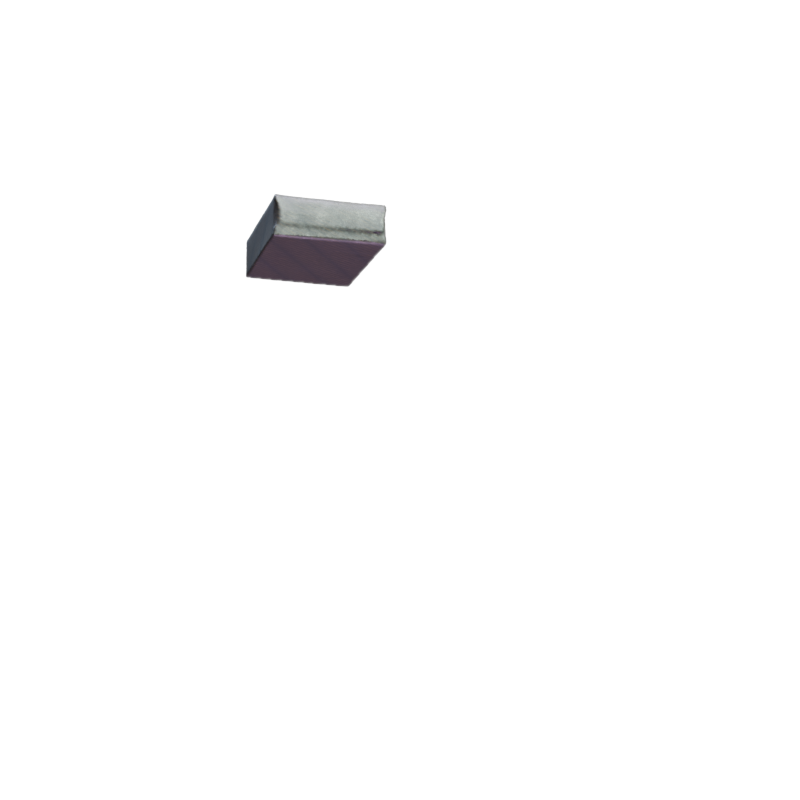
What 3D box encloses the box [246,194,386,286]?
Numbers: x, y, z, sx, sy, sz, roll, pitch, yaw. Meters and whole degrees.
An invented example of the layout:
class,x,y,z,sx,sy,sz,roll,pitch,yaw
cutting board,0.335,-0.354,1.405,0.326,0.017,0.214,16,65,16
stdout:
class,x,y,z,sx,sy,sz,roll,pitch,yaw
box,-0.056,-0.103,0.719,0.071,0.031,0.088,4,-15,-16
